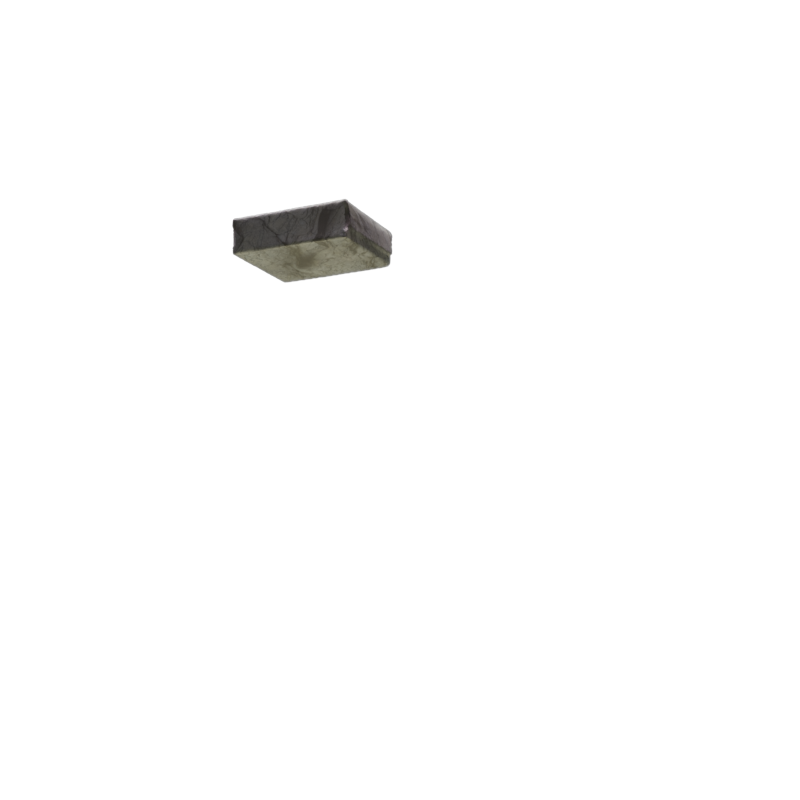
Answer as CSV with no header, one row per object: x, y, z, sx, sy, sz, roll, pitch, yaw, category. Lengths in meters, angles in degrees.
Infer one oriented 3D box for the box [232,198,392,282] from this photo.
-0.060,-0.110,0.767,0.091,0.031,0.069,-6,-14,25,box
